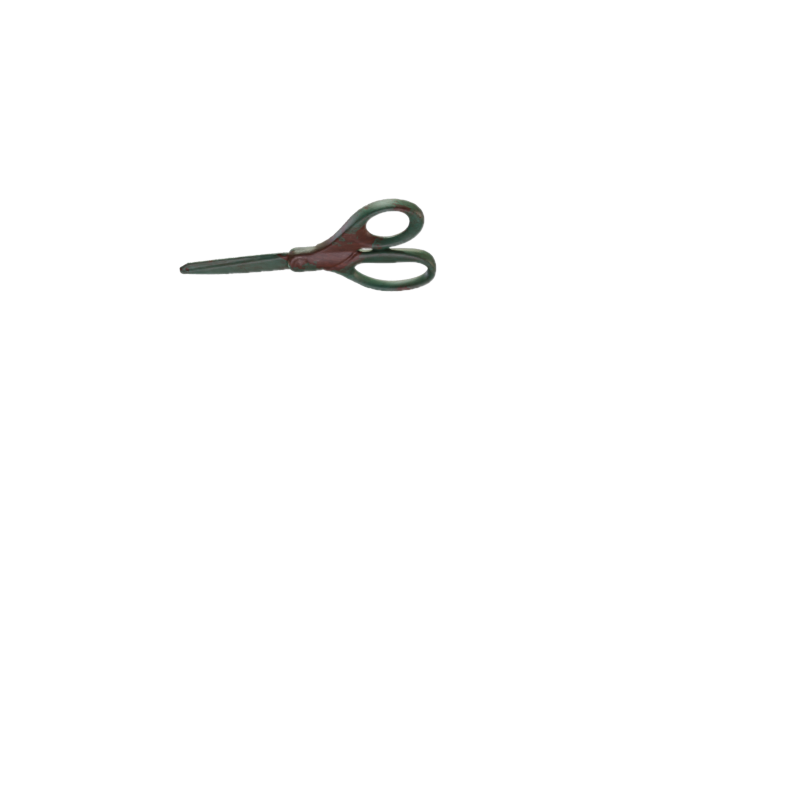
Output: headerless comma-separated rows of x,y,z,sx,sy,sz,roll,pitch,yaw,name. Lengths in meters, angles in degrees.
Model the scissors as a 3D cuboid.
-0.068,-0.123,0.864,0.200,0.090,0.017,7,42,-6,scissors
